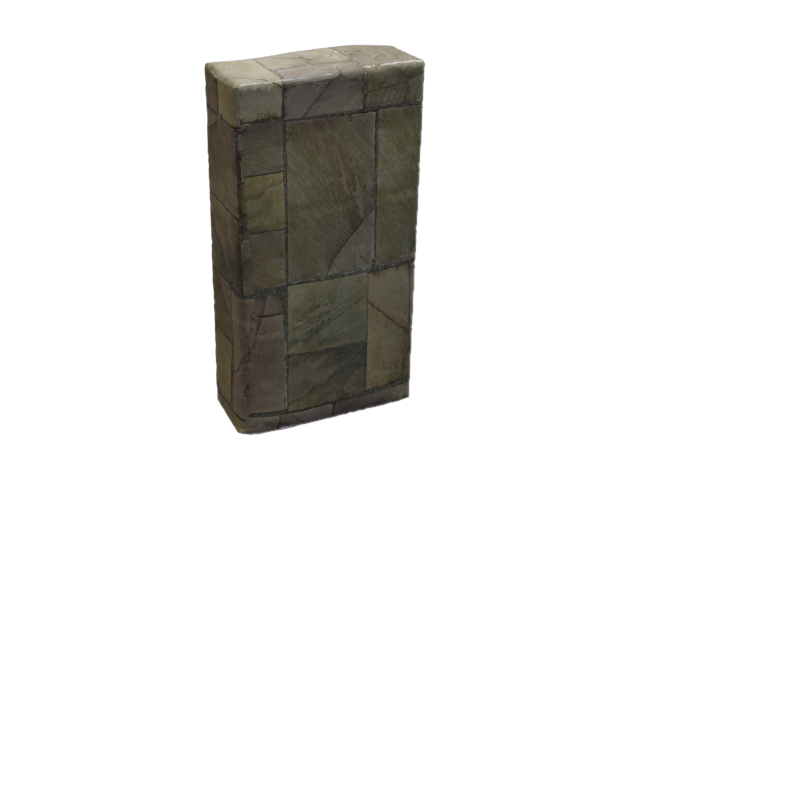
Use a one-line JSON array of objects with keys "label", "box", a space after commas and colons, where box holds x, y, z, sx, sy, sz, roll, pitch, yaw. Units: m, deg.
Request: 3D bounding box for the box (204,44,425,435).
[{"label": "box", "box": [-0.041, -0.075, 0.521, 0.092, 0.167, 0.051, -11, 27, -25]}]
